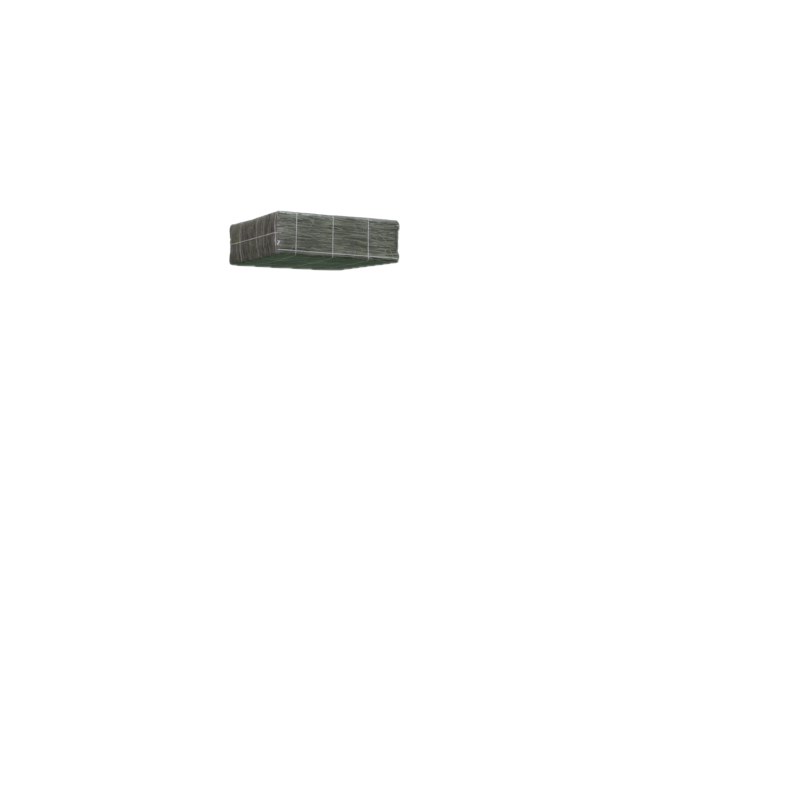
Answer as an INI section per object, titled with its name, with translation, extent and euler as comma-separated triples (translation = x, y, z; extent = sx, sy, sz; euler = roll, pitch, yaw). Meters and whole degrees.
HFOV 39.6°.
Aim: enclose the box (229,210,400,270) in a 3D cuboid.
[box]
translation = -0.056, -0.102, 0.716
extent = 0.086, 0.030, 0.075
euler = 0, 0, -30
